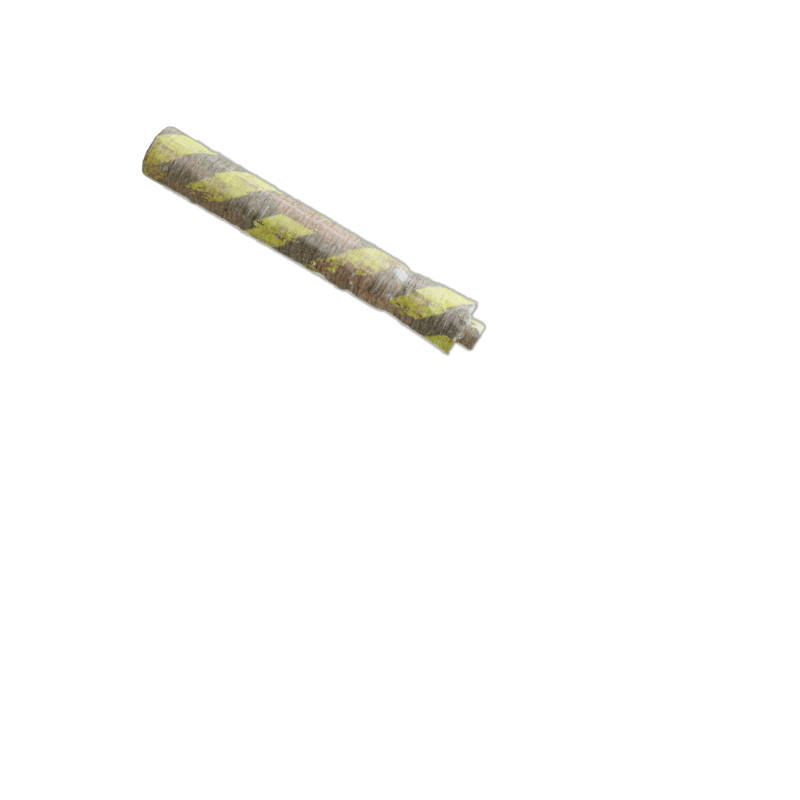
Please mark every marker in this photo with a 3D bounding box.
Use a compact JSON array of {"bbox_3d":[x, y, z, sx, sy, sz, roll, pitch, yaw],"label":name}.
[{"bbox_3d":[-0.028,-0.051,0.354,0.124,0.020,0.019,31,8,9],"label":"marker"}]
